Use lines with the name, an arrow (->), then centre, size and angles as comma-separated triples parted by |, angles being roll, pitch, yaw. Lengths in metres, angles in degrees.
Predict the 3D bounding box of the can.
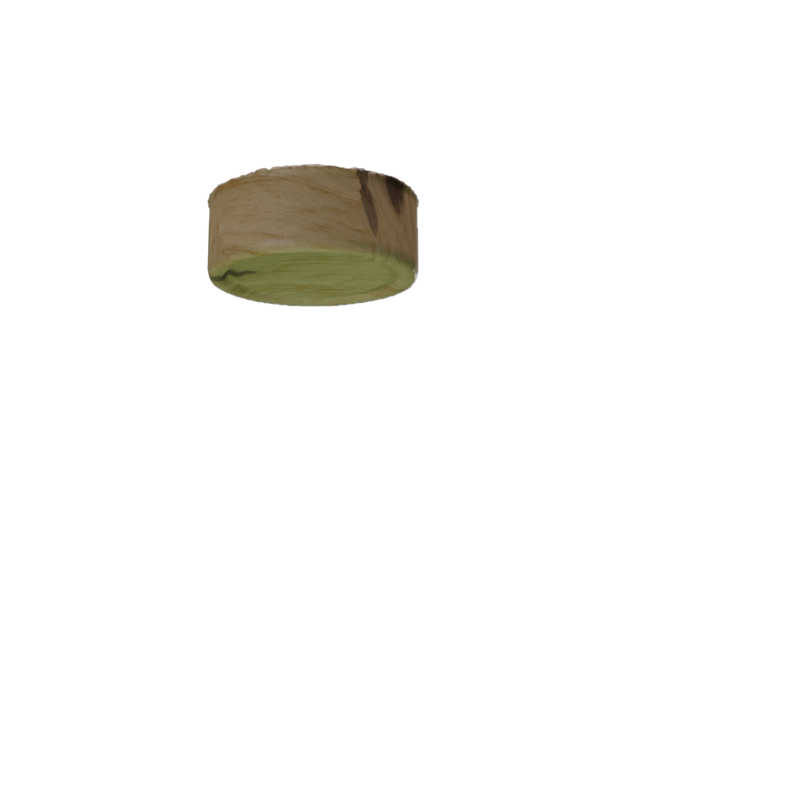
can -> -0.035, -0.064, 0.446 | 0.086, 0.035, 0.083 | 0, -11, -2
